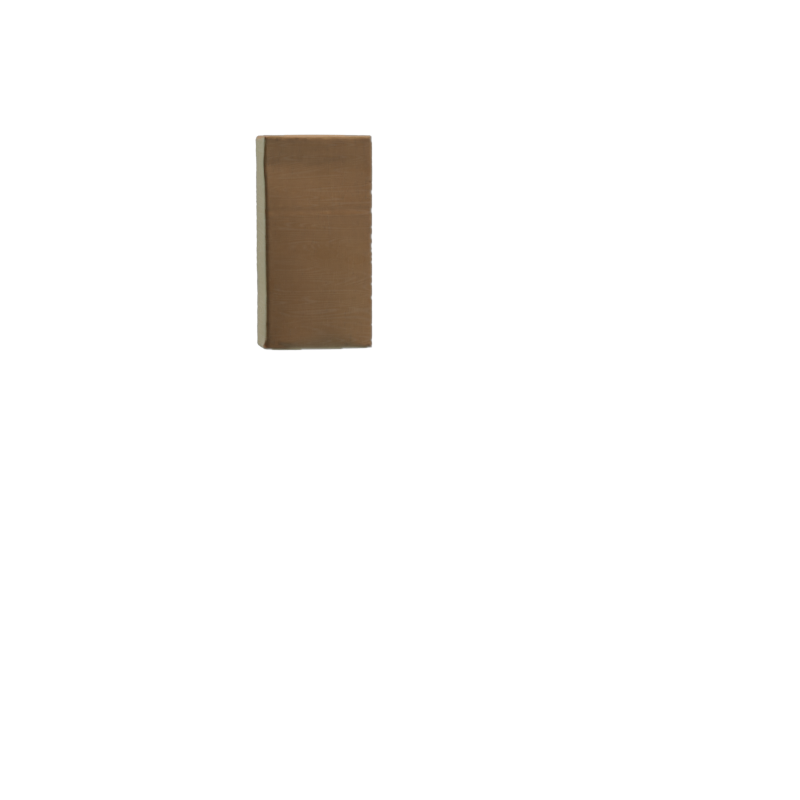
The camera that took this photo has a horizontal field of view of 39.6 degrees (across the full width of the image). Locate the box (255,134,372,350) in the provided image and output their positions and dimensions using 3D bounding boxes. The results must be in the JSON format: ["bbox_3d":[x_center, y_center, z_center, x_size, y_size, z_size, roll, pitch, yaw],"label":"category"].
[{"bbox_3d":[-0.072,-0.131,0.917,0.092,0.175,0.049,-1,3,-15],"label":"box"}]
